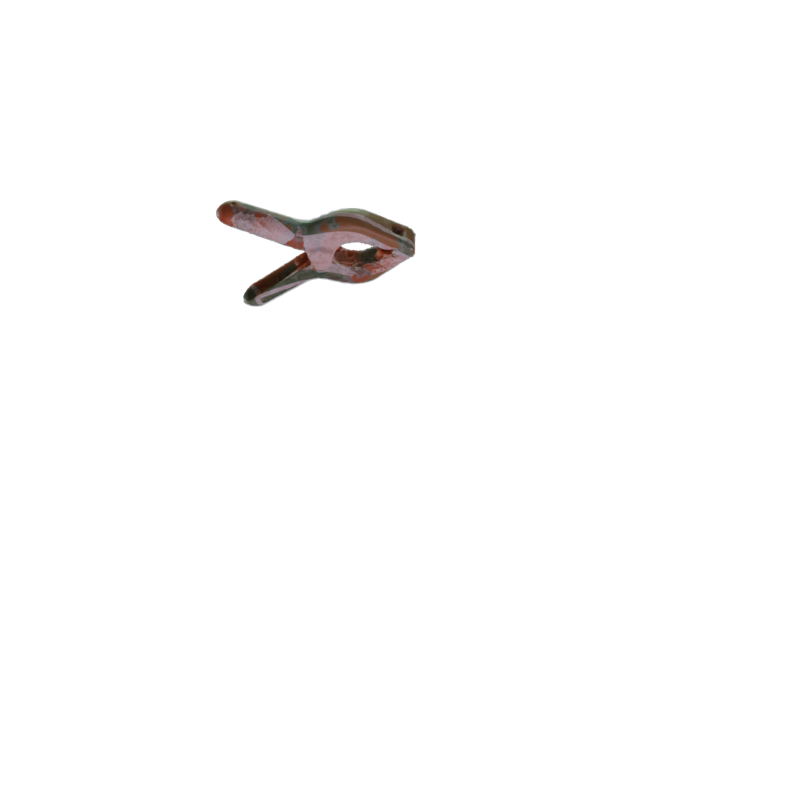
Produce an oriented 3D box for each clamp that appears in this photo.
[{"bbox_3d":[-0.076,-0.138,0.968,0.173,0.042,0.111,-11,-38,14],"label":"clamp"}]
